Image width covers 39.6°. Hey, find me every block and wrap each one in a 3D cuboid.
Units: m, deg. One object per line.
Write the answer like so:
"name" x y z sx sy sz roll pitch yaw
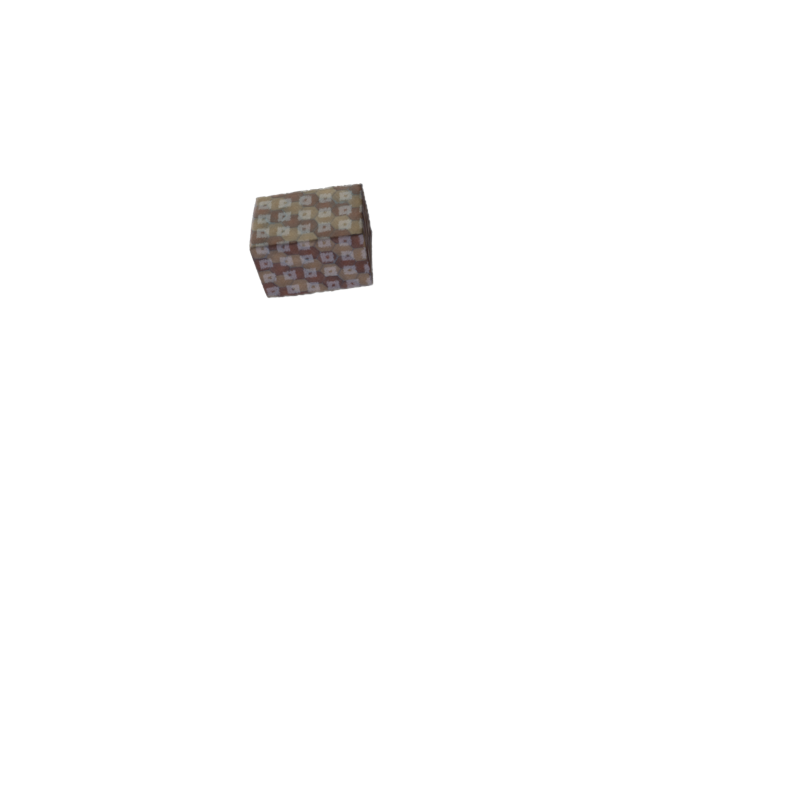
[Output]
"block" -0.060 -0.109 0.765 0.078 0.055 0.049 -6 -41 6
